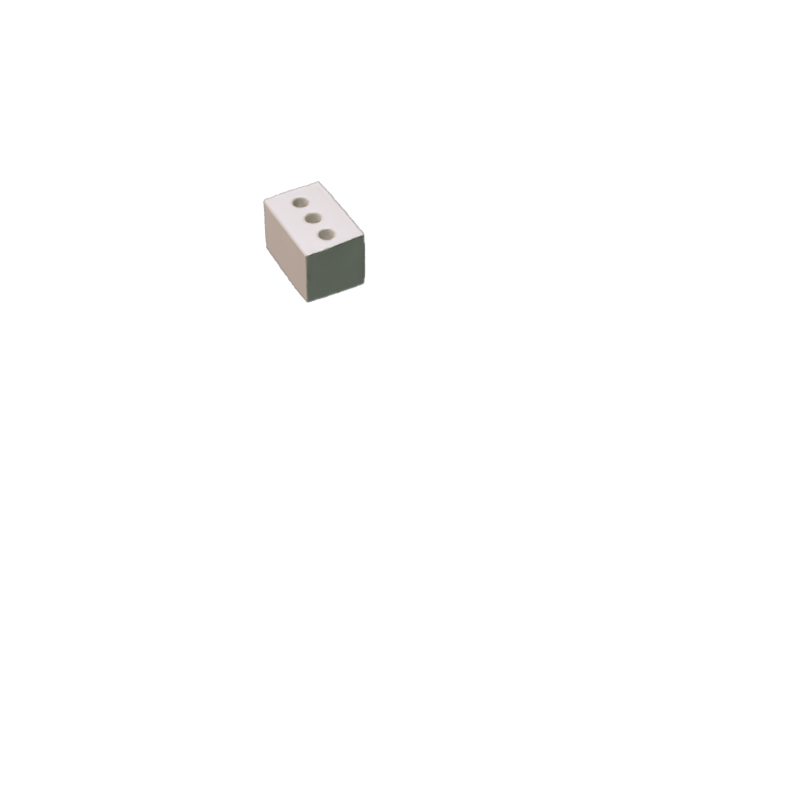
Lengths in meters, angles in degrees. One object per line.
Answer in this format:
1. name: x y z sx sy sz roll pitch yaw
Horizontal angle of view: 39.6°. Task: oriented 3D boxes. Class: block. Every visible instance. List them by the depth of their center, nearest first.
1. block: -0.069 -0.125 0.876 0.052 0.048 0.084 -21 49 -21
